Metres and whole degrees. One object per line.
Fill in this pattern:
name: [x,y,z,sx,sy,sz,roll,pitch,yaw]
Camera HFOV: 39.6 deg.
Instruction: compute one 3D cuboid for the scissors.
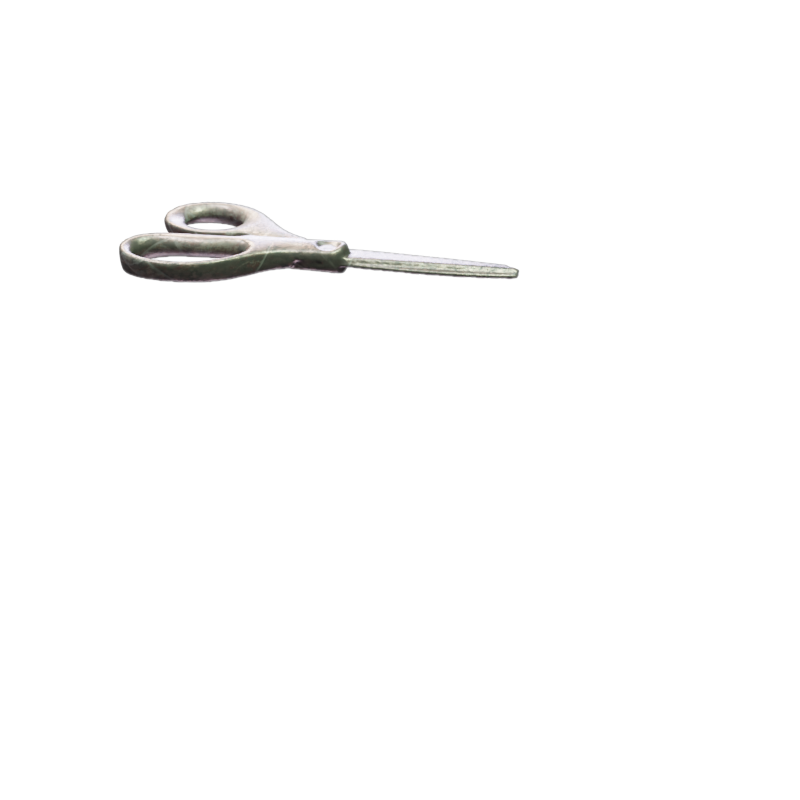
scissors: [-0.046,-0.084,0.591,0.201,0.015,0.102,-2,30,-3]
